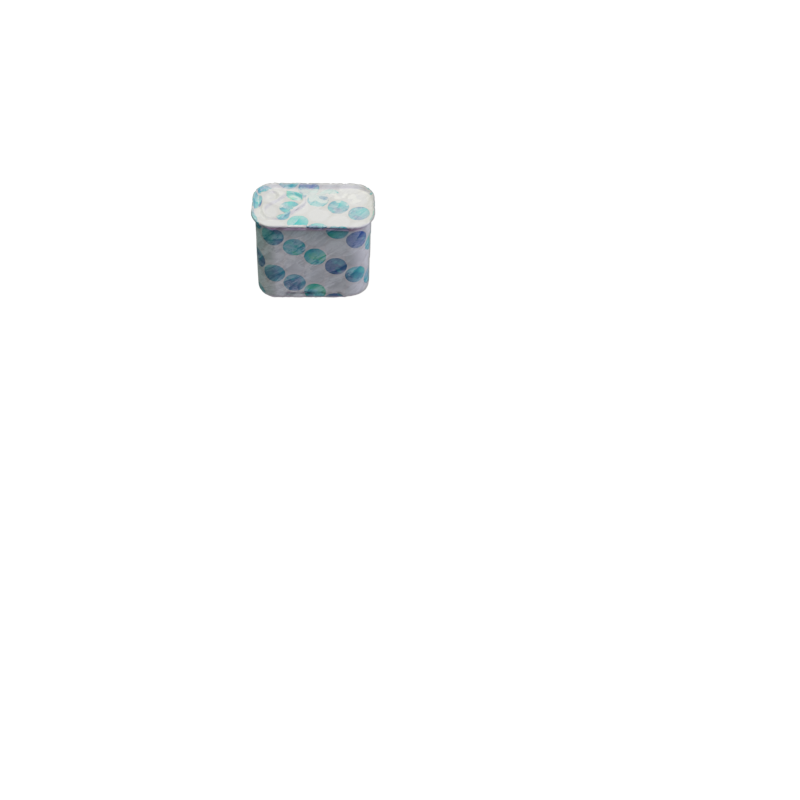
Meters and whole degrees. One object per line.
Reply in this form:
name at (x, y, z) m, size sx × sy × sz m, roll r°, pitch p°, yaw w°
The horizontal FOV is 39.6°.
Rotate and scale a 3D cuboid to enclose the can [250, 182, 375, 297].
can at (-0.074, -0.134, 0.941) m, size 0.102 × 0.078 × 0.062 m, roll 1°, pitch 45°, yaw -1°
